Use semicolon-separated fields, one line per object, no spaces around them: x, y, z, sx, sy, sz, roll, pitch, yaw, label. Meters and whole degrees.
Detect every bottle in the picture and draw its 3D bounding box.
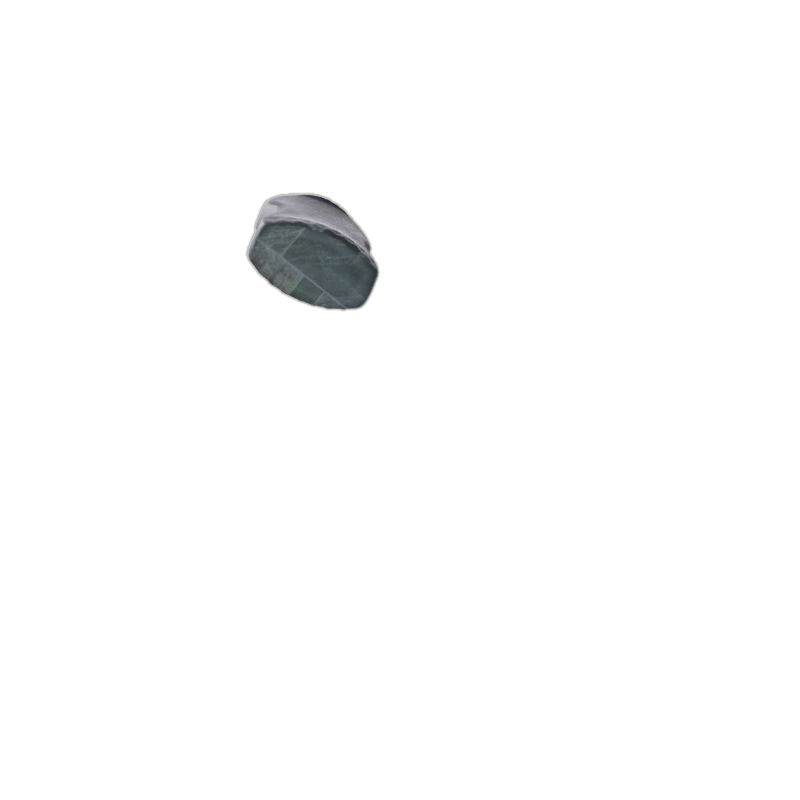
-0.070;-0.128;0.895;0.095;0.057;0.199;20;16;-10;bottle
